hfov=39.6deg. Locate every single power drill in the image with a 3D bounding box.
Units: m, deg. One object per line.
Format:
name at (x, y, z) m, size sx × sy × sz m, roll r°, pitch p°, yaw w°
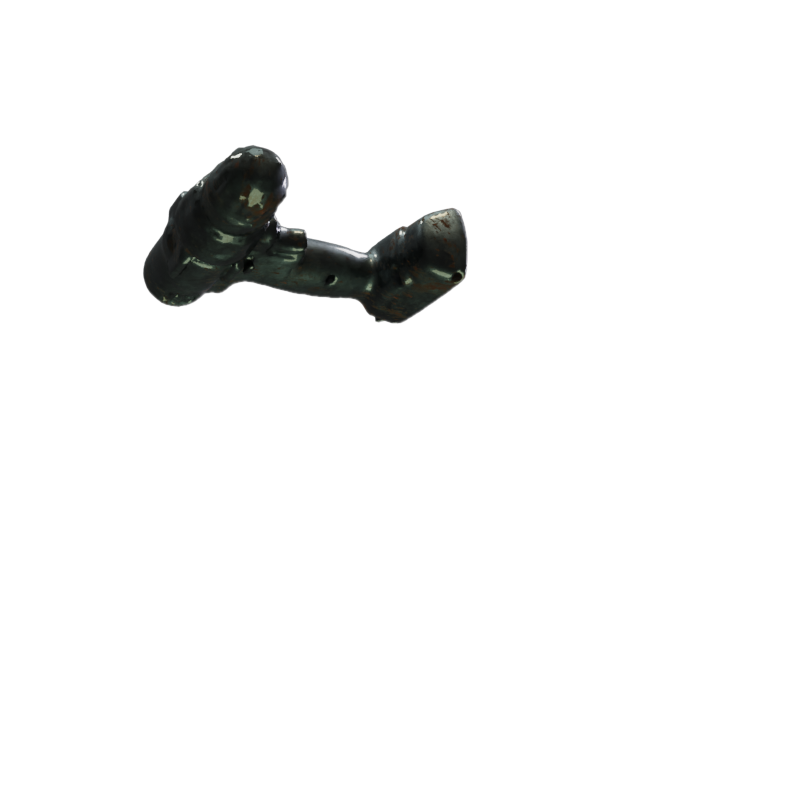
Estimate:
power drill at (-0.055, -0.101, 0.705) m, size 0.181 × 0.060 × 0.183 m, roll 7°, pitch -17°, yaw -25°
